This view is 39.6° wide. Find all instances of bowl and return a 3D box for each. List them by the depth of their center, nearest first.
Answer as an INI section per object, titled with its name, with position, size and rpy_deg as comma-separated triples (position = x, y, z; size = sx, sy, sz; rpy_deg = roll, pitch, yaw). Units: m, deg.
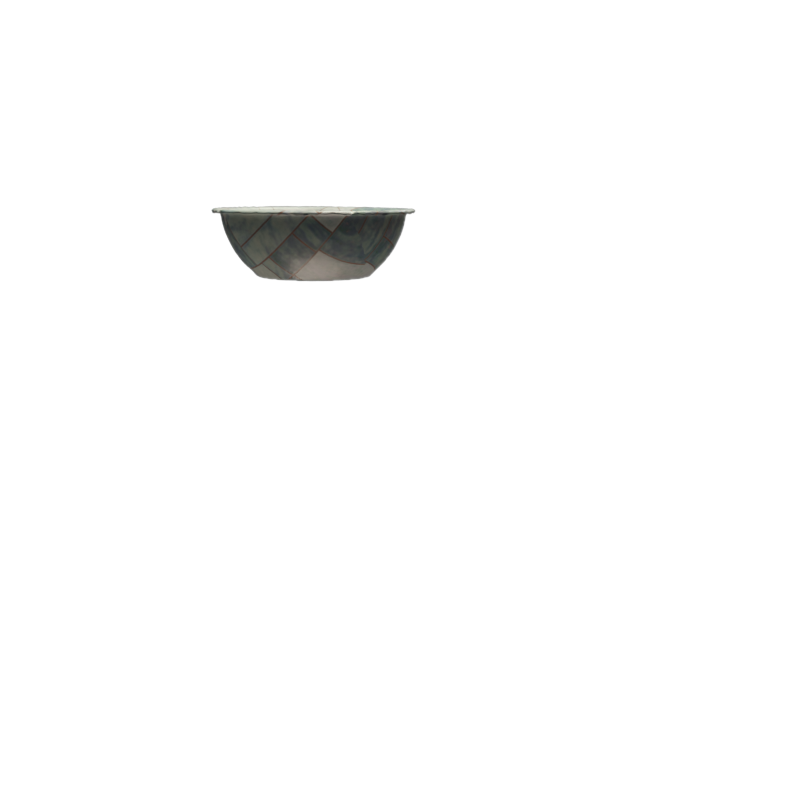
[bowl]
position = -0.069, -0.126, 0.883
size = 0.162, 0.054, 0.165
rpy_deg = 0, 11, -2
